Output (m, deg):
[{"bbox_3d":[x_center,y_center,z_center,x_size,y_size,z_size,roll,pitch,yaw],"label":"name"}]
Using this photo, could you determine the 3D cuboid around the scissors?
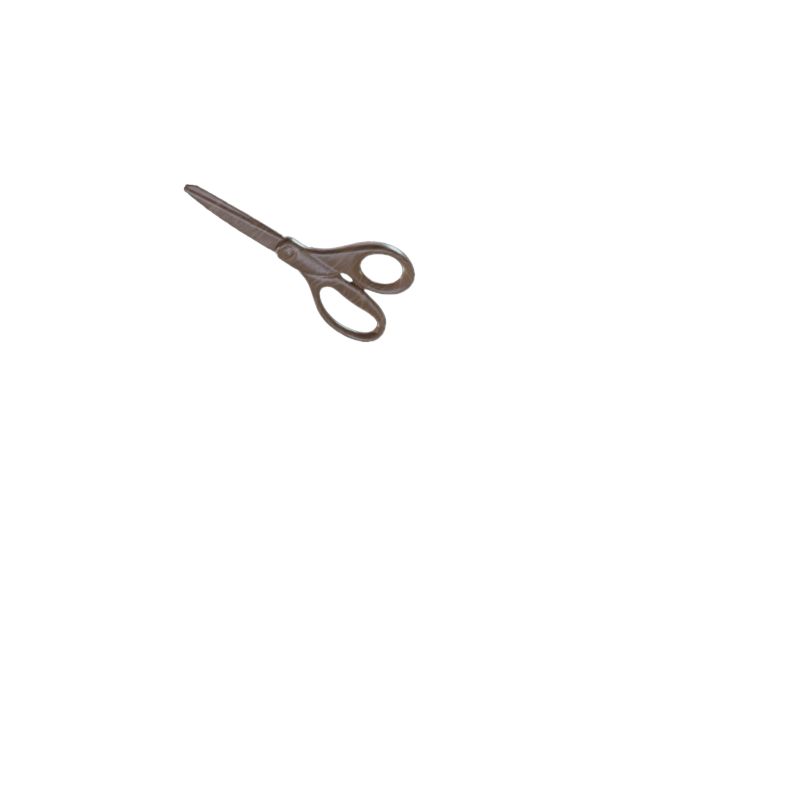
[{"bbox_3d":[-0.069,-0.126,0.880,0.095,0.192,0.017,-37,22,17],"label":"scissors"}]
